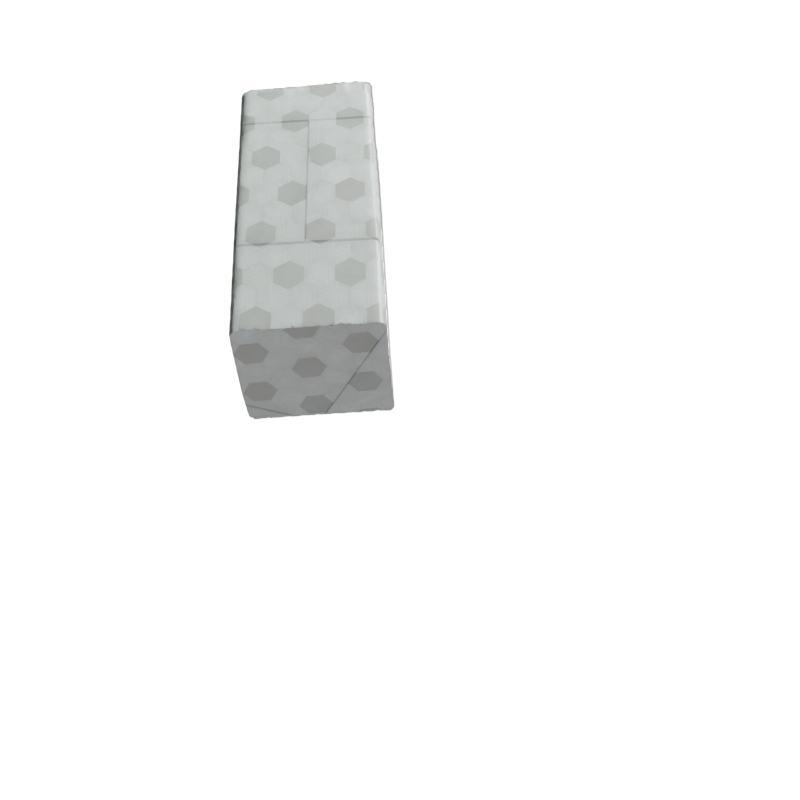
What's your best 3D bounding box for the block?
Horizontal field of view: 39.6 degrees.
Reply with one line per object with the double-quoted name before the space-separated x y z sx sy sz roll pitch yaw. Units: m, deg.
"block" -0.056 -0.102 0.711 0.091 0.221 0.084 -5 -39 2
